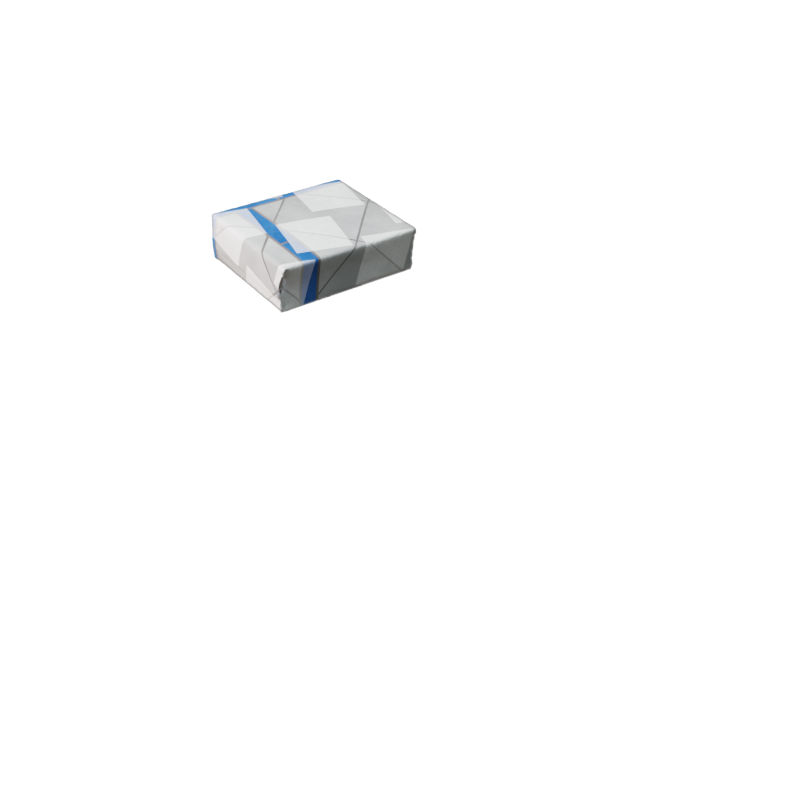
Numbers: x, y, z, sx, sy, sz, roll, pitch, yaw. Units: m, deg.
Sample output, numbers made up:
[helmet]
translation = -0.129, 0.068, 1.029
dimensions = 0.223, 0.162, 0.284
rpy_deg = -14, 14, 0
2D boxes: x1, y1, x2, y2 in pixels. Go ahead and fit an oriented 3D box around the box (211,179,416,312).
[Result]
[box]
translation = -0.060, -0.109, 0.765
dimensions = 0.112, 0.036, 0.097
rpy_deg = -23, 41, -30
